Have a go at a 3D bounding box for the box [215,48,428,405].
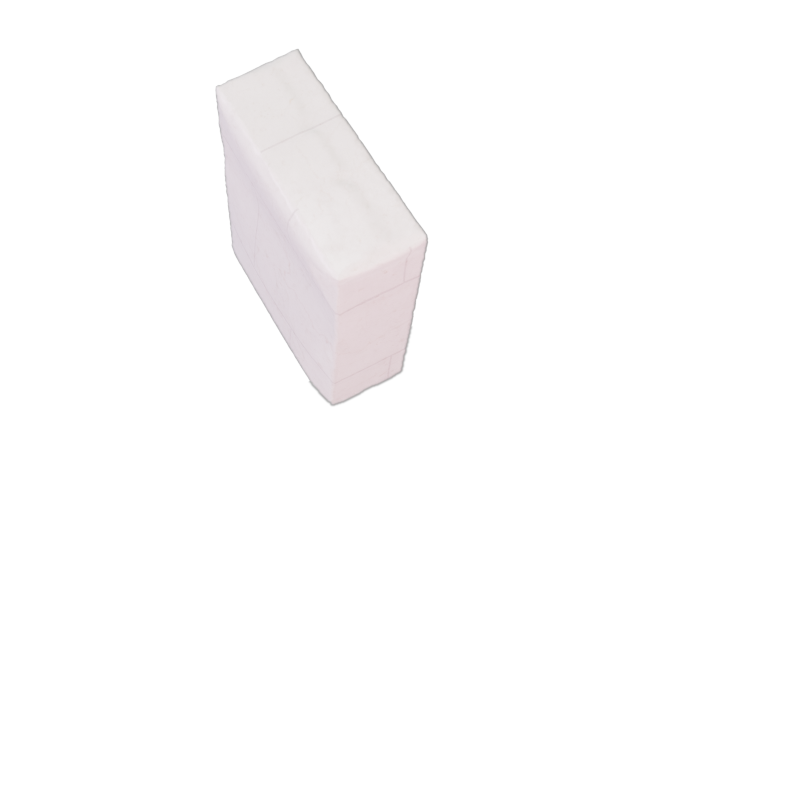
[{"bbox_3d":[-0.060,-0.110,0.771,0.072,0.174,0.202,-27,-20,-14],"label":"box"}]
